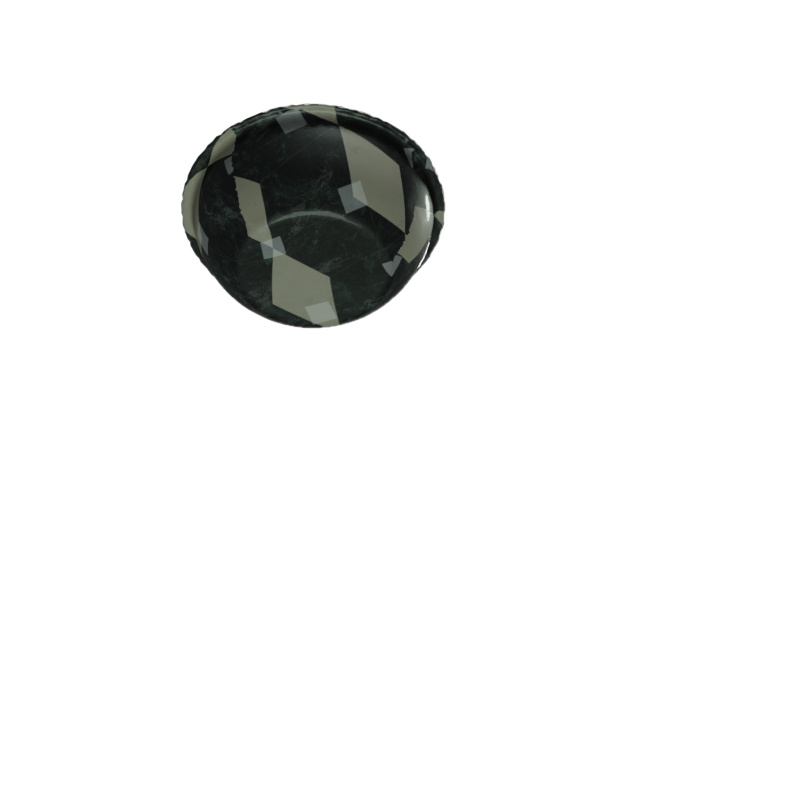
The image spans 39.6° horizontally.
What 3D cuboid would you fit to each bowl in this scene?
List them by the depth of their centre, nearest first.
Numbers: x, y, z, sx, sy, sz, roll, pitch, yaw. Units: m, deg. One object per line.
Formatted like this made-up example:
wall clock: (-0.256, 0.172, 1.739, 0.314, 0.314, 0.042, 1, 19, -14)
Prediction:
bowl: (-0.052, -0.094, 0.660, 0.162, 0.151, 0.059, 1, 44, -1)
